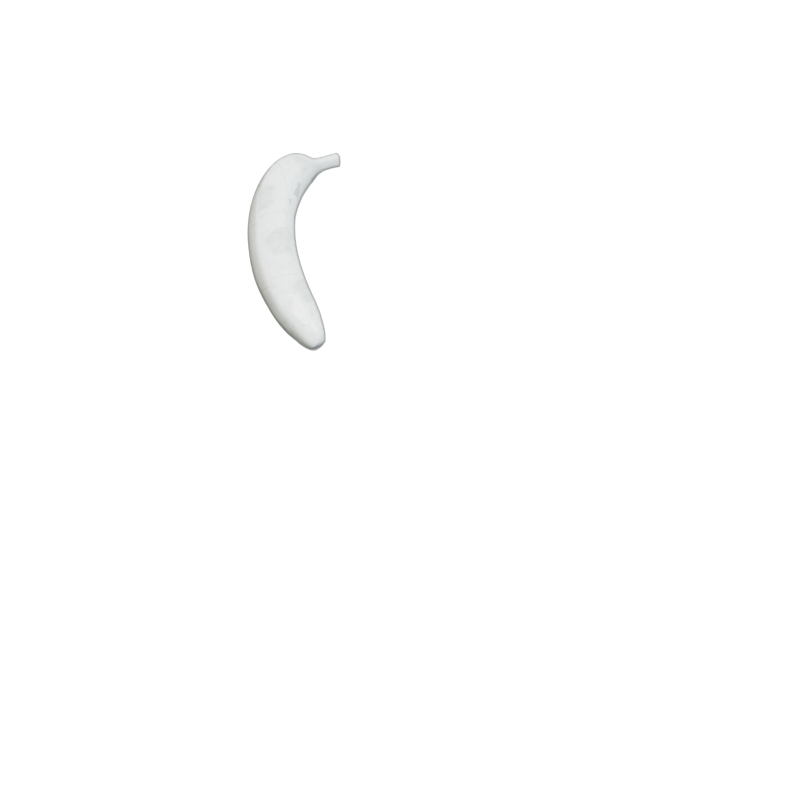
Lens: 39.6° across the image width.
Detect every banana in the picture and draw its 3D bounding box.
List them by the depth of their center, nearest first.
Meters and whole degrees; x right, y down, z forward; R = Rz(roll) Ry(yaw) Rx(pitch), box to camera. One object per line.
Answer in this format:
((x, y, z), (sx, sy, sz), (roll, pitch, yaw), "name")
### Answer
((-0.086, -0.129, 0.871), (0.070, 0.211, 0.034), (2, -34, 1), "banana")
